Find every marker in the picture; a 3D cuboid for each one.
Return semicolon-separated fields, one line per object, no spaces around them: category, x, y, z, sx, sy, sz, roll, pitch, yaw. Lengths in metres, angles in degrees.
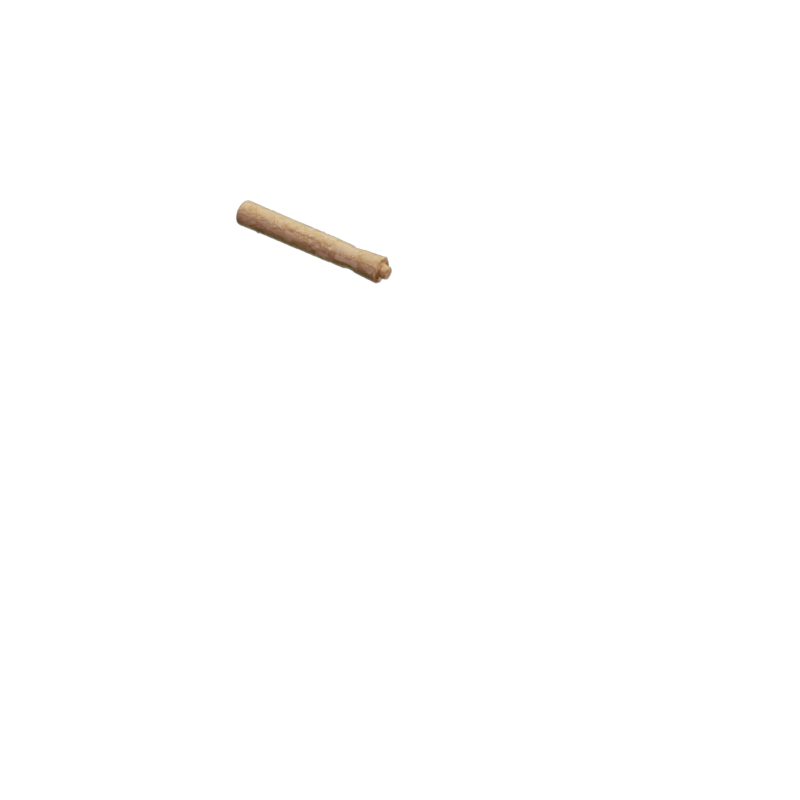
marker;-0.059;-0.108;0.754;0.127;0.019;0.019;26;15;26
